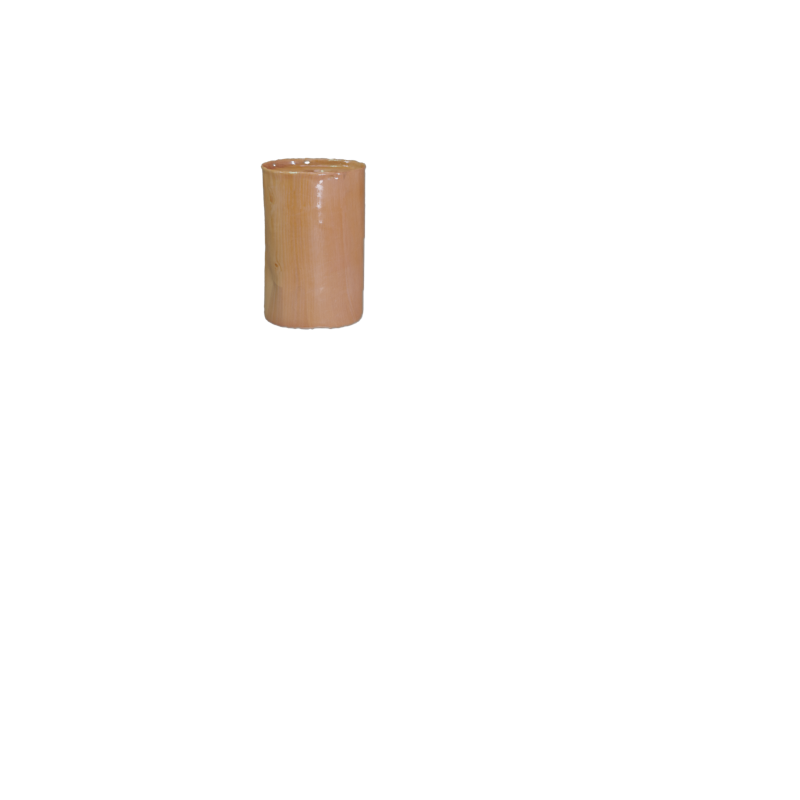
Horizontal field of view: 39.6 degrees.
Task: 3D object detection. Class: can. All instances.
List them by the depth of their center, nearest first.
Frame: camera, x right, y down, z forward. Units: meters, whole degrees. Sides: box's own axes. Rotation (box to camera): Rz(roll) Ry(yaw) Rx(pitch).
[{"bbox_3d":[-0.057,-0.103,0.723,0.068,0.099,0.071,0,14,-2],"label":"can"}]
